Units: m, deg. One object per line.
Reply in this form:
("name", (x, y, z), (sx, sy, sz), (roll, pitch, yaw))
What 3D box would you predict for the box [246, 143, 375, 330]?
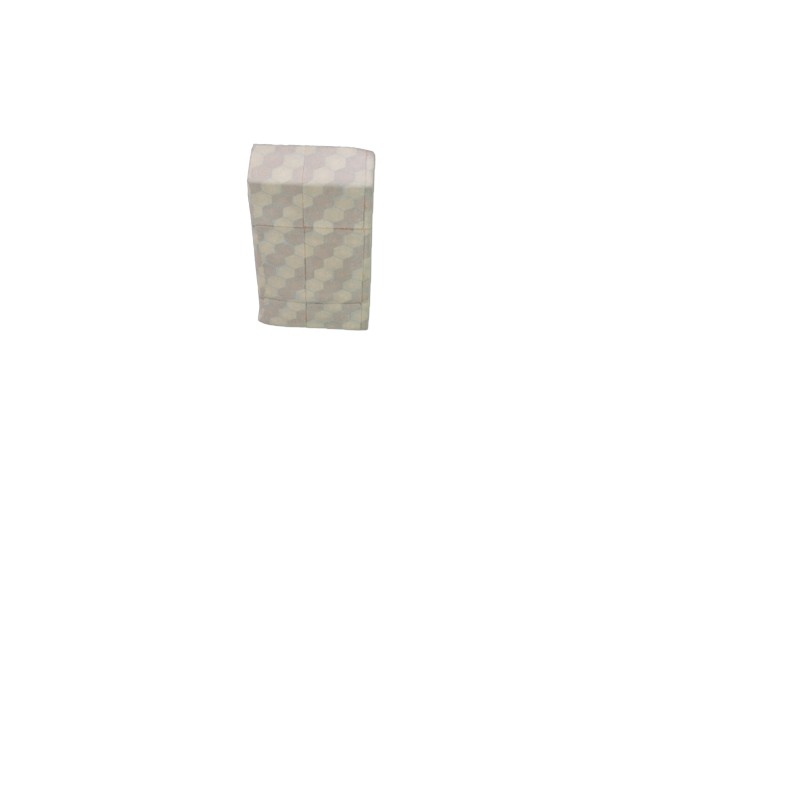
("box", (-0.067, -0.124, 0.864), (0.093, 0.051, 0.164), (4, -38, 0))
